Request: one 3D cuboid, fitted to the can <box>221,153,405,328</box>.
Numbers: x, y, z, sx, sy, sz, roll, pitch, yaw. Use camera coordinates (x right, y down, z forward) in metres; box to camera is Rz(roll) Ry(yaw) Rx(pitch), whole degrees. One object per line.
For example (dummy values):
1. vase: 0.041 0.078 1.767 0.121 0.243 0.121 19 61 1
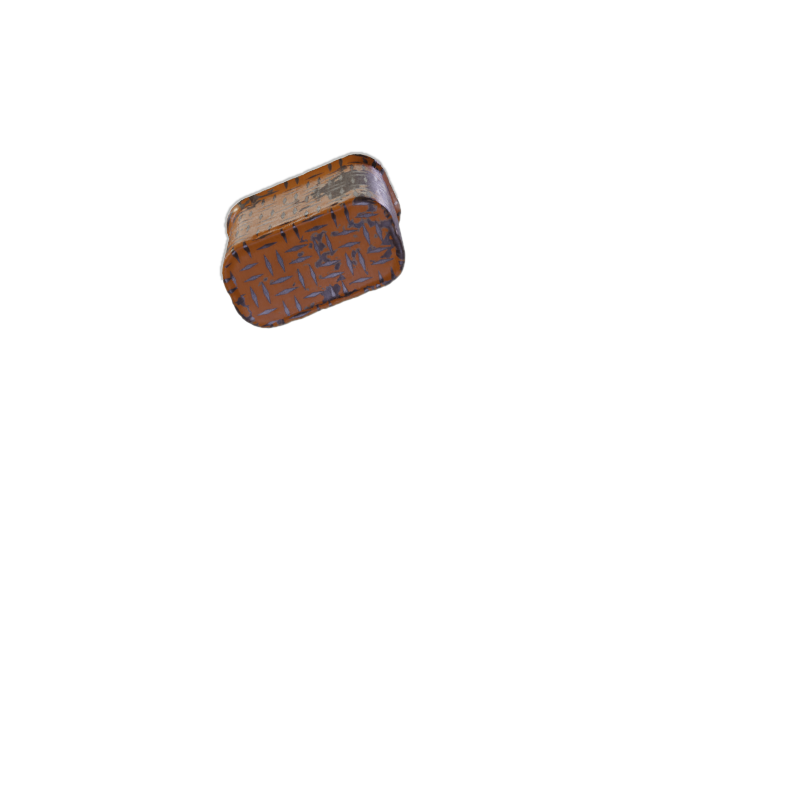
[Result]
1. can: -0.049 -0.089 0.620 0.102 0.055 0.088 -21 23 7
